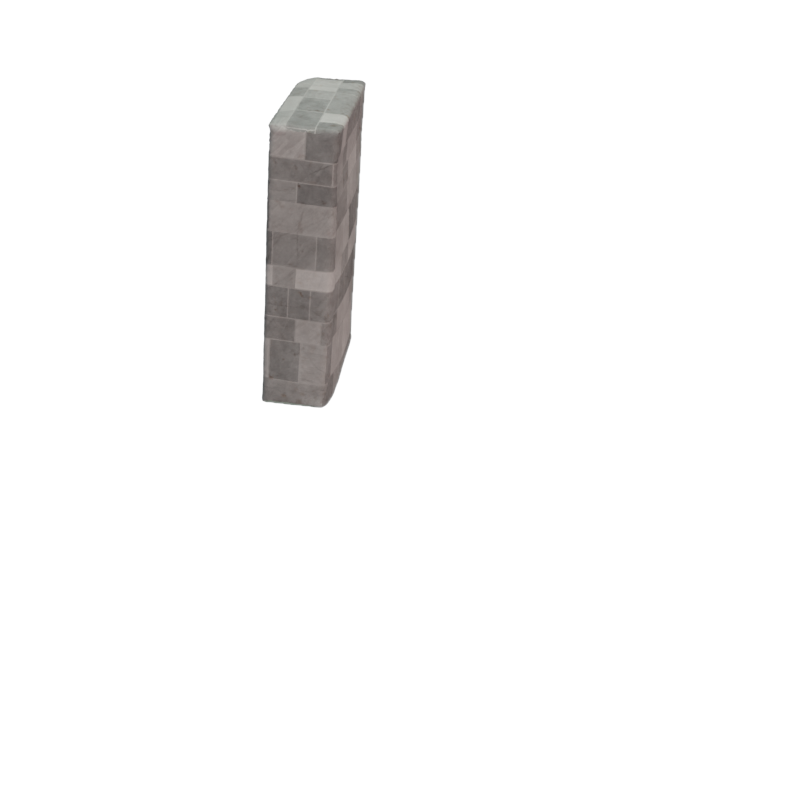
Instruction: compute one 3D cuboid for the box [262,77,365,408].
[{"bbox_3d":[-0.052,-0.094,0.656,0.049,0.167,0.097,5,27,6],"label":"box"}]
